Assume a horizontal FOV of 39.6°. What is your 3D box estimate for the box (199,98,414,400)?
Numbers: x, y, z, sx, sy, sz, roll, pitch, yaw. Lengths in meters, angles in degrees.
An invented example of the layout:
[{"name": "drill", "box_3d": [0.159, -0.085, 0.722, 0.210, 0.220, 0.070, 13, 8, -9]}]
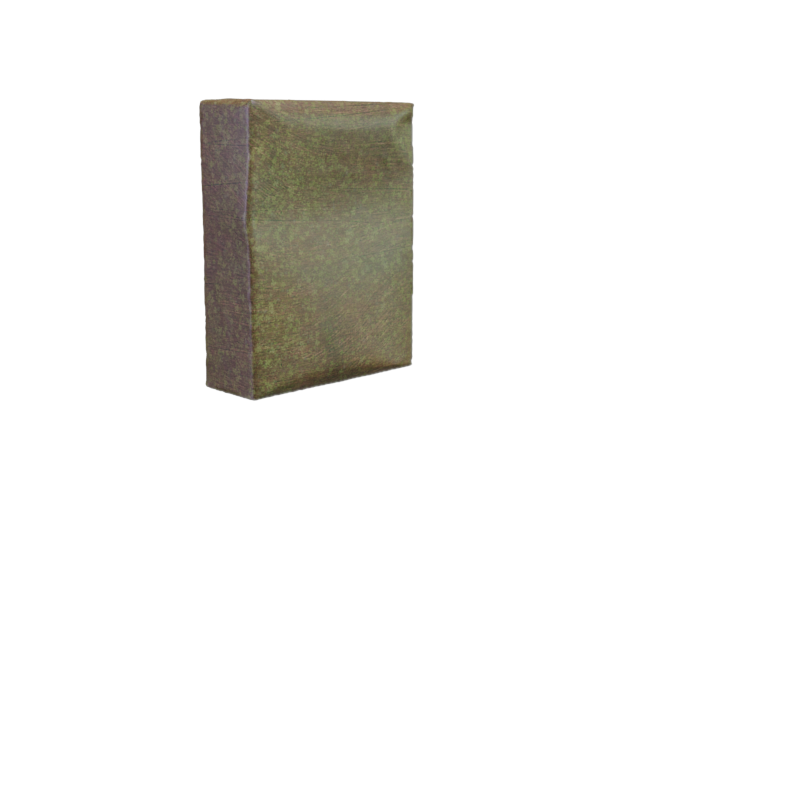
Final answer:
[{"name": "box", "box_3d": [-0.066, -0.120, 0.841, 0.159, 0.210, 0.075, -8, 11, -42]}]
